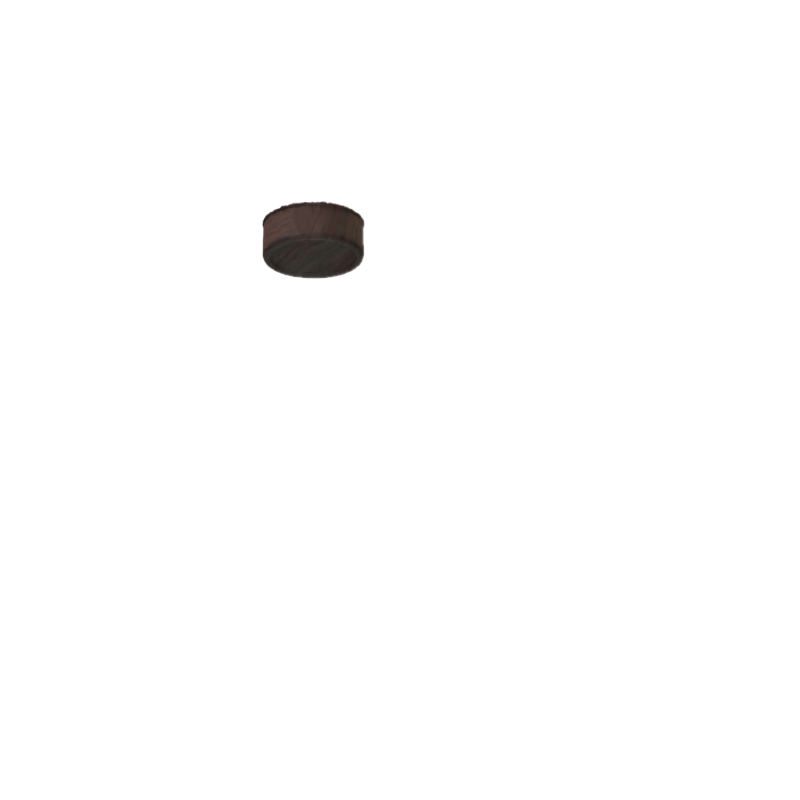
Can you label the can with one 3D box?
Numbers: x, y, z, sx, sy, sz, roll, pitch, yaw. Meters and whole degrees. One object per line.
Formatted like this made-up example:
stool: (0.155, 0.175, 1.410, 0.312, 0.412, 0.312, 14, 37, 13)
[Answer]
can: (-0.072, -0.132, 0.925, 0.086, 0.035, 0.082, 0, -18, -2)
